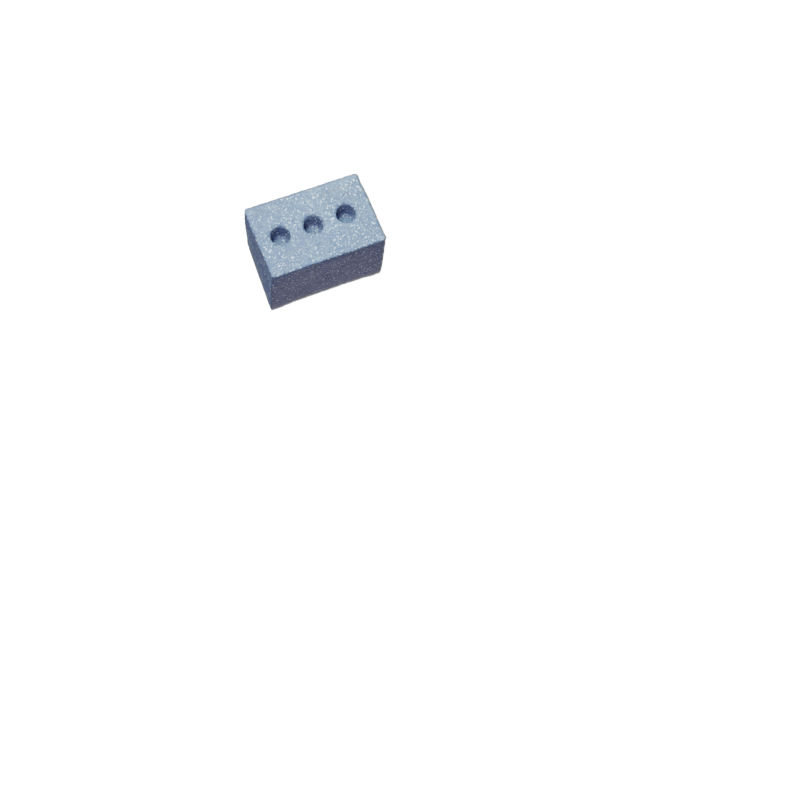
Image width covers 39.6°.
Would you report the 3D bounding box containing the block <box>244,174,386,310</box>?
[{"bbox_3d":[-0.056,-0.101,0.710,0.078,0.056,0.049,-20,-20,-9],"label":"block"}]
